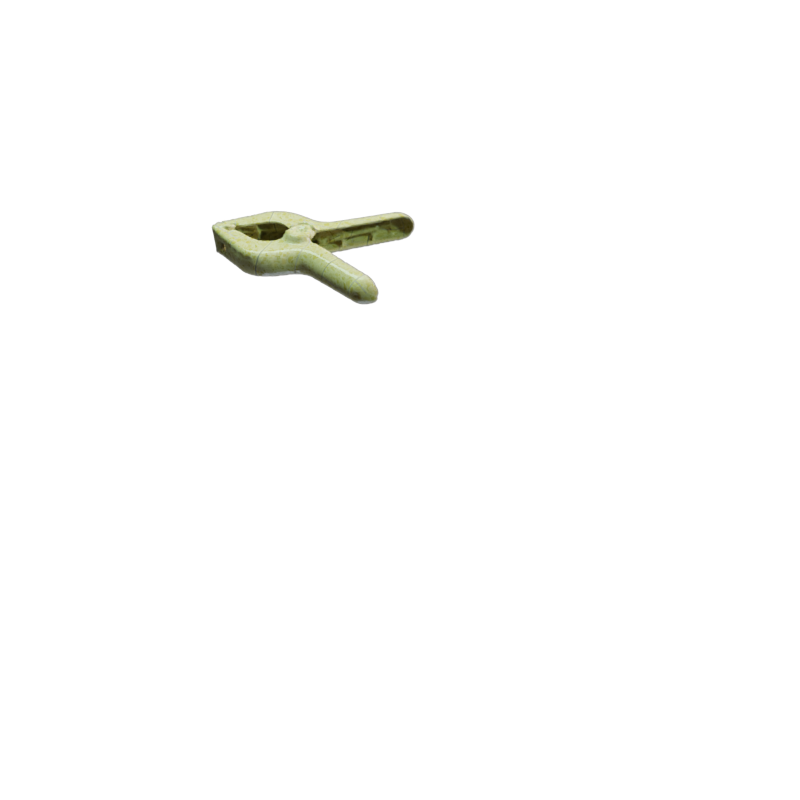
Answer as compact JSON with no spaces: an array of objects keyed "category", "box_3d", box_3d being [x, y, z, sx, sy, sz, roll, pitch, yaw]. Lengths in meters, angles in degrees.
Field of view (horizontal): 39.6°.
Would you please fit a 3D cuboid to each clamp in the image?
[{"category":"clamp","box_3d":[-0.074,-0.135,0.947,0.179,0.037,0.123,16,37,23]}]
